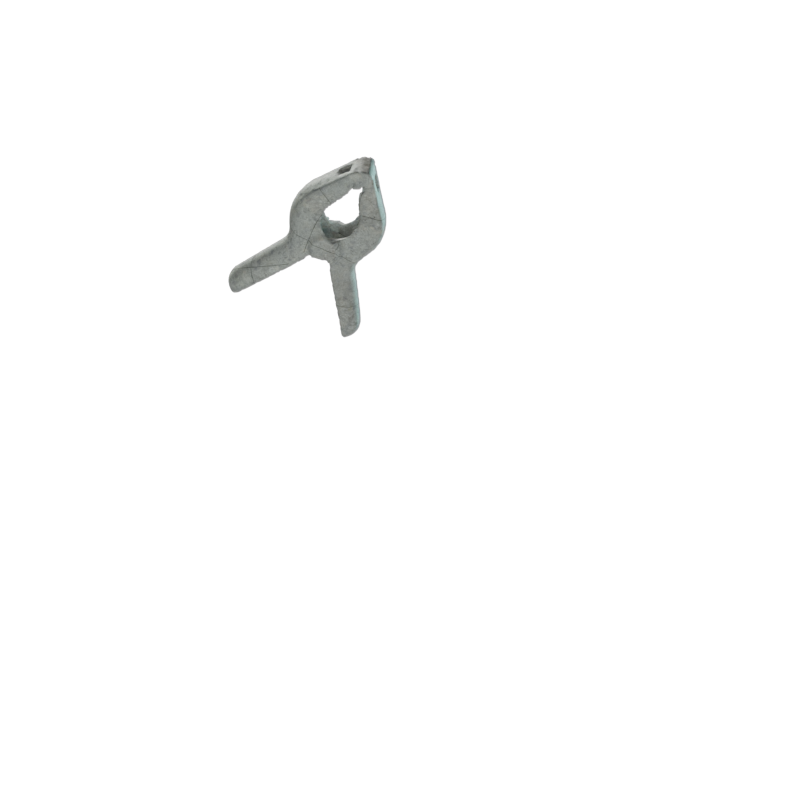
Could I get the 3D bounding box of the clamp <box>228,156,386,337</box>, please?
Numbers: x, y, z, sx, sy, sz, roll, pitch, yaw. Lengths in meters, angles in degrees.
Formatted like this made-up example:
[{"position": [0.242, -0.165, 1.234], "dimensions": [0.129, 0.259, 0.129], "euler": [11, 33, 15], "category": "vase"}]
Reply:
[{"position": [-0.072, -0.132, 0.923], "dimensions": [0.118, 0.163, 0.042], "euler": [13, 35, -10], "category": "clamp"}]
